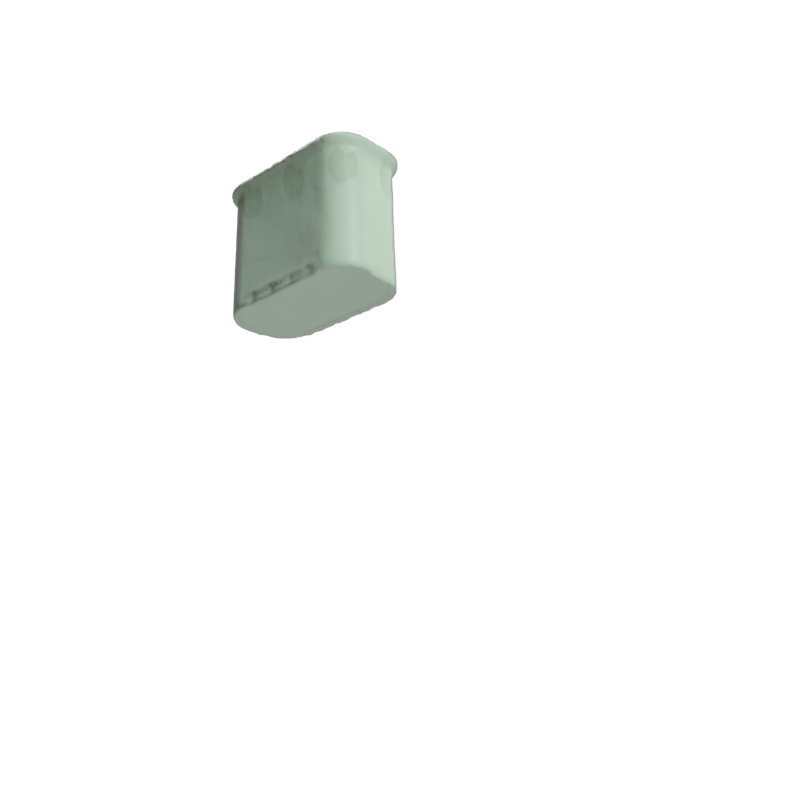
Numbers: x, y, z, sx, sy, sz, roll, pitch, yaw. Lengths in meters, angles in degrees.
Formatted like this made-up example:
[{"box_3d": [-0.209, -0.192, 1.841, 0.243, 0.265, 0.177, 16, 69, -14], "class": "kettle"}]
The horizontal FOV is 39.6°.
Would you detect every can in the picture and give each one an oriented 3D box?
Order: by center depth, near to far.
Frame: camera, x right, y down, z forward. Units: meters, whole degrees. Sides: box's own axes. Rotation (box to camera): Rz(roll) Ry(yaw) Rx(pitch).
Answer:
[{"box_3d": [-0.049, -0.089, 0.626, 0.102, 0.089, 0.054, -23, -34, 37], "class": "can"}]
